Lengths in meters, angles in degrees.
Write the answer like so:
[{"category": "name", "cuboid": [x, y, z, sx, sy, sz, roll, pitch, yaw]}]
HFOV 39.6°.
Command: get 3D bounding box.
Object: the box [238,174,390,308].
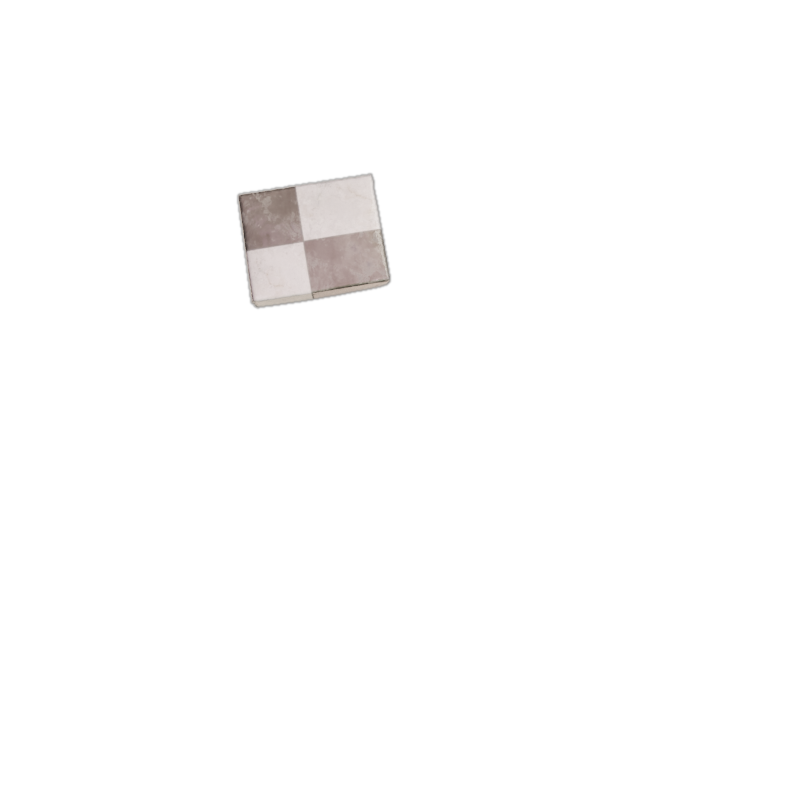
[{"category": "box", "cuboid": [-0.070, -0.128, 0.896, 0.113, 0.093, 0.038, -9, -13, -3]}]
